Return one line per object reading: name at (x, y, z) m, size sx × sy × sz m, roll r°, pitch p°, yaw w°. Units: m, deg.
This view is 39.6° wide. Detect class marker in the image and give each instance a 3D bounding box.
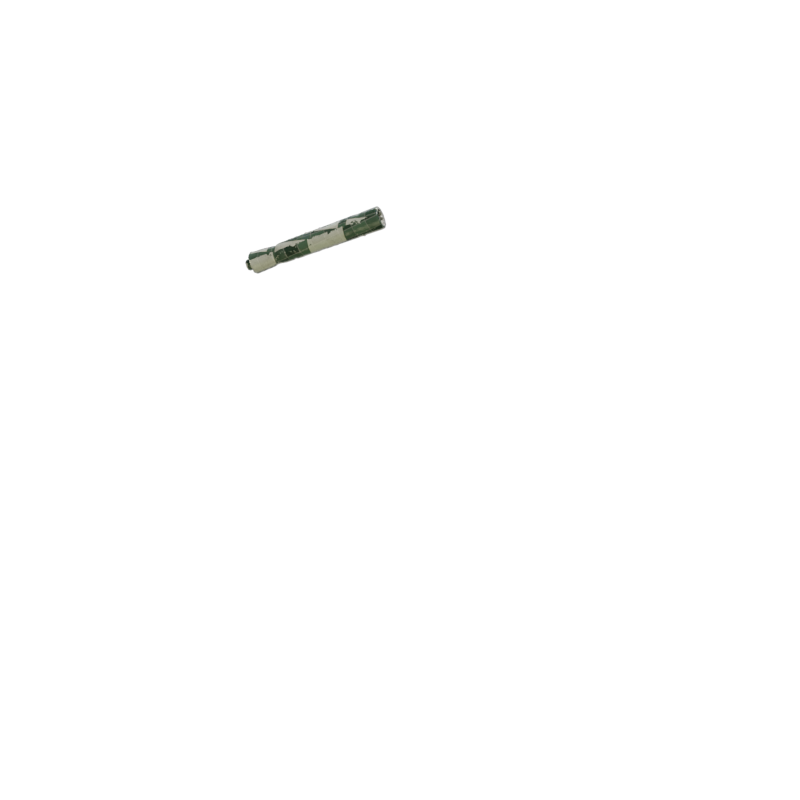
marker at (-0.070, -0.128, 0.896) m, size 0.122 × 0.020 × 0.019 m, roll -17°, pitch -1°, yaw 18°
